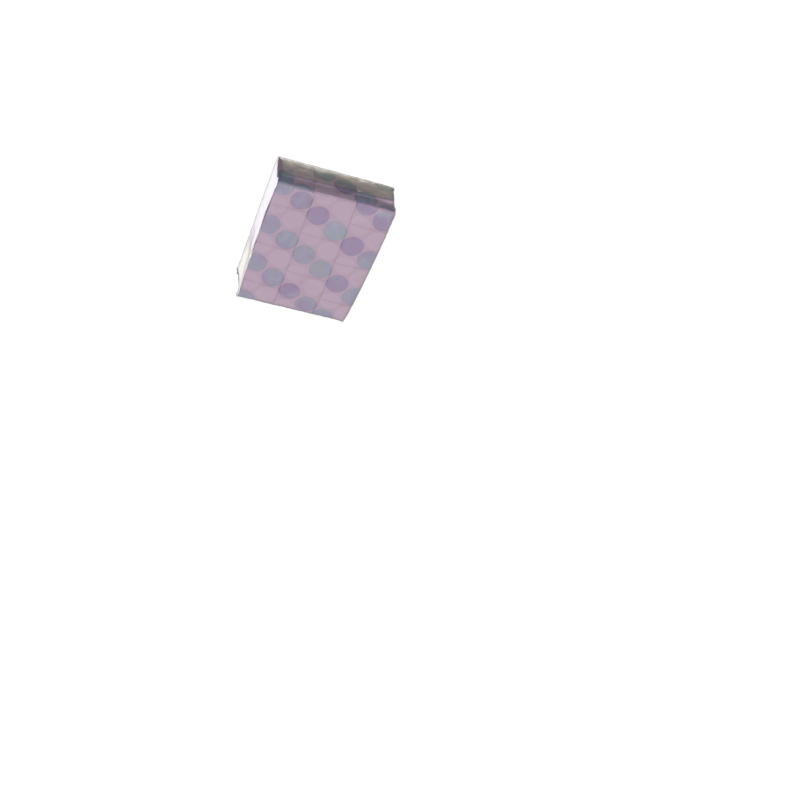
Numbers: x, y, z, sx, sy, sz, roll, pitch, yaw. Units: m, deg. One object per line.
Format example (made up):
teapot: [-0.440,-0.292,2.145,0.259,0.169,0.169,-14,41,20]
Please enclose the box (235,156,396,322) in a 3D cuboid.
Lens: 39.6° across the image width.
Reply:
box: [-0.064,-0.116,0.814,0.088,0.108,0.042,16,37,-13]
